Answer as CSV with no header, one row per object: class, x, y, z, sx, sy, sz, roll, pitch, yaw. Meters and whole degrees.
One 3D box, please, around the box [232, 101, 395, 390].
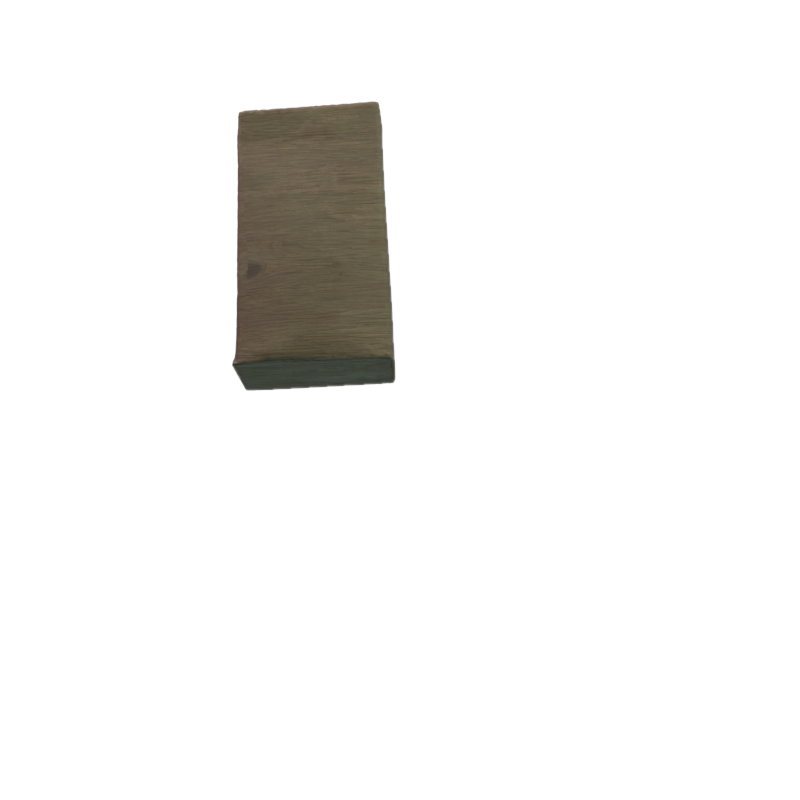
box,-0.053,-0.097,0.681,0.094,0.187,0.045,-4,-27,4
